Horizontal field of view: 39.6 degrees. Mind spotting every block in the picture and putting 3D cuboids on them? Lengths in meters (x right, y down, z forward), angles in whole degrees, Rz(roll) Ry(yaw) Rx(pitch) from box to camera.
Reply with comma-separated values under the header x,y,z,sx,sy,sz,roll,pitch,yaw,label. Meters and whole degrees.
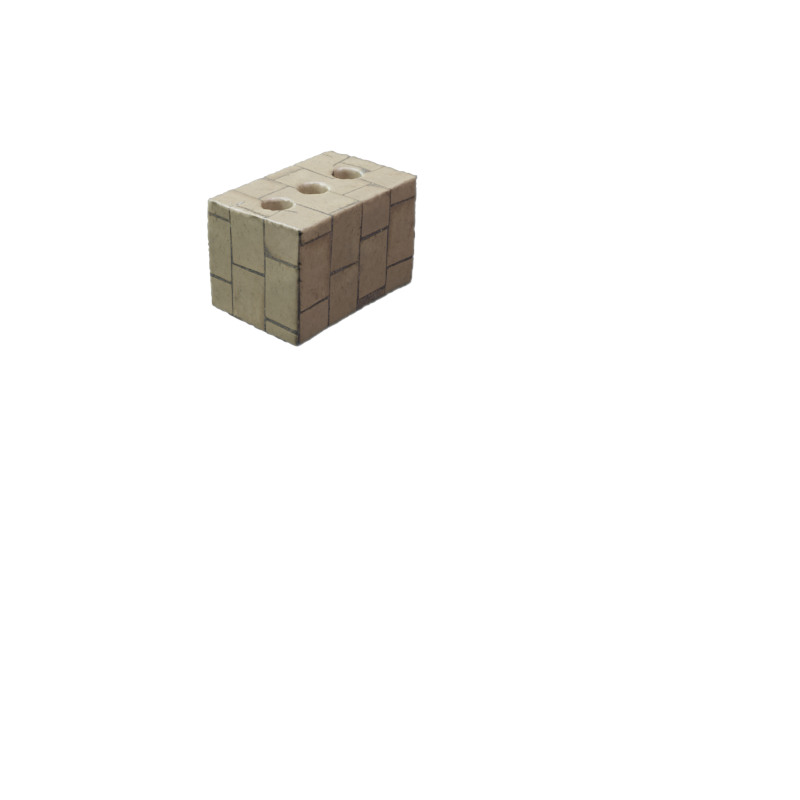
x,y,z,sx,sy,sz,roll,pitch,yaw,label
-0.037,-0.067,0.470,0.056,0.048,0.078,22,36,32,block
